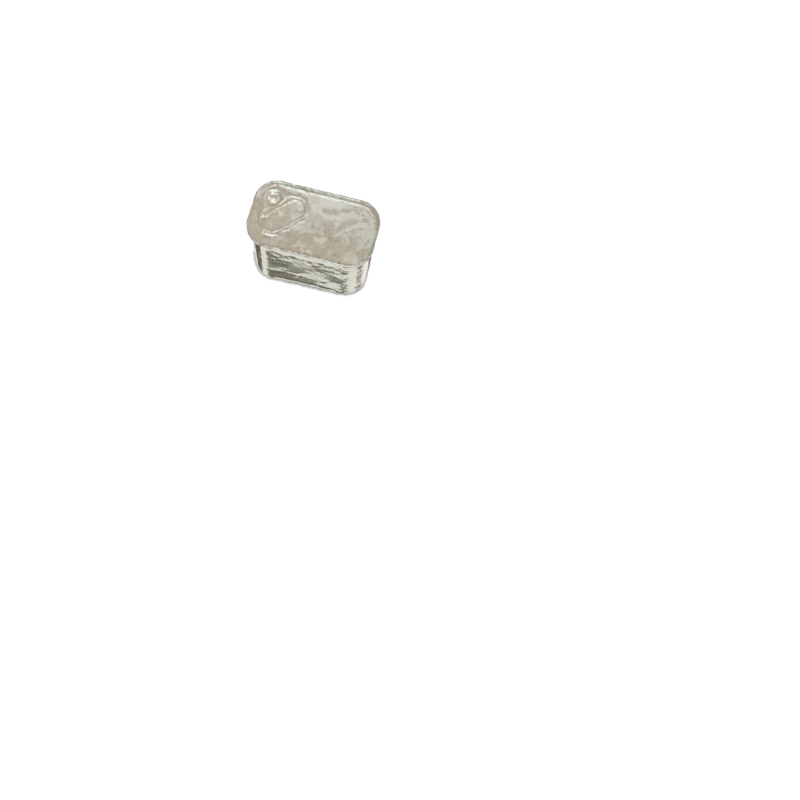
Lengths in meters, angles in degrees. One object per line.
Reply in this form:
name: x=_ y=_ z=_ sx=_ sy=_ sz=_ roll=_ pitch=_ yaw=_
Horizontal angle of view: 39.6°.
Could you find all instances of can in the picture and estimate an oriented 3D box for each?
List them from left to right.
can: x=-0.071 y=-0.129 z=0.902 sx=0.103 sy=0.059 sz=0.080 roll=14 pitch=-16 yaw=3
